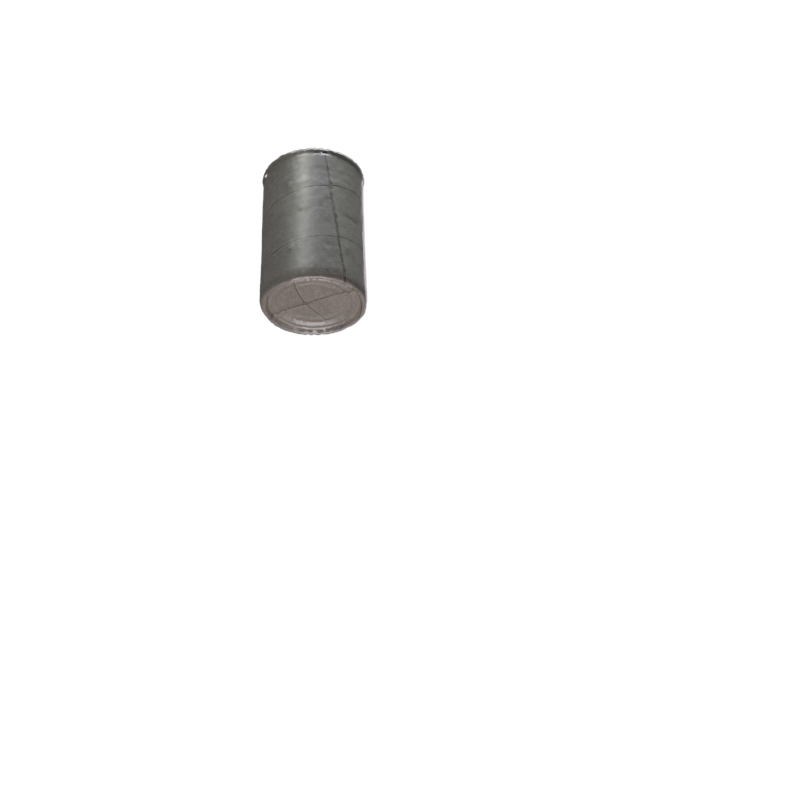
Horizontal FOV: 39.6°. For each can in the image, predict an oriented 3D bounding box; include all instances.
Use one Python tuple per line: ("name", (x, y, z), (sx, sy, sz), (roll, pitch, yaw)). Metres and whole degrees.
("can", (-0.056, -0.101, 0.711), (0.068, 0.109, 0.064), (-1, -34, -2))
